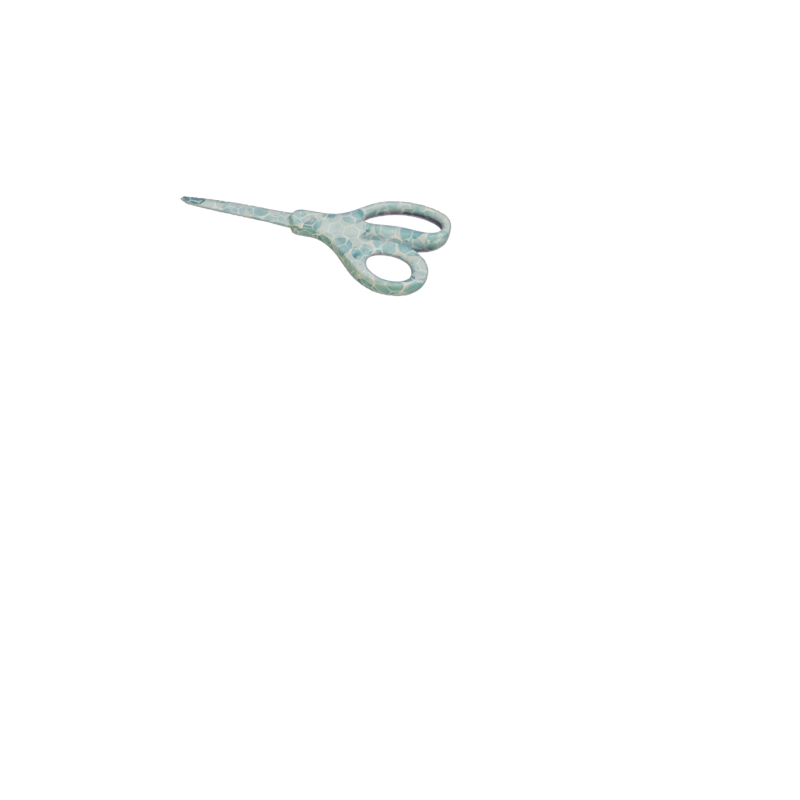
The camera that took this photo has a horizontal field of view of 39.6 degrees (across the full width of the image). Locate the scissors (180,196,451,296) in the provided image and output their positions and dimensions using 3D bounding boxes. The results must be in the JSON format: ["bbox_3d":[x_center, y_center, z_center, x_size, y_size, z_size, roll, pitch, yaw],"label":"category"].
[{"bbox_3d":[-0.063,-0.115,0.807,0.202,0.103,0.015,0,-42,0],"label":"scissors"}]
